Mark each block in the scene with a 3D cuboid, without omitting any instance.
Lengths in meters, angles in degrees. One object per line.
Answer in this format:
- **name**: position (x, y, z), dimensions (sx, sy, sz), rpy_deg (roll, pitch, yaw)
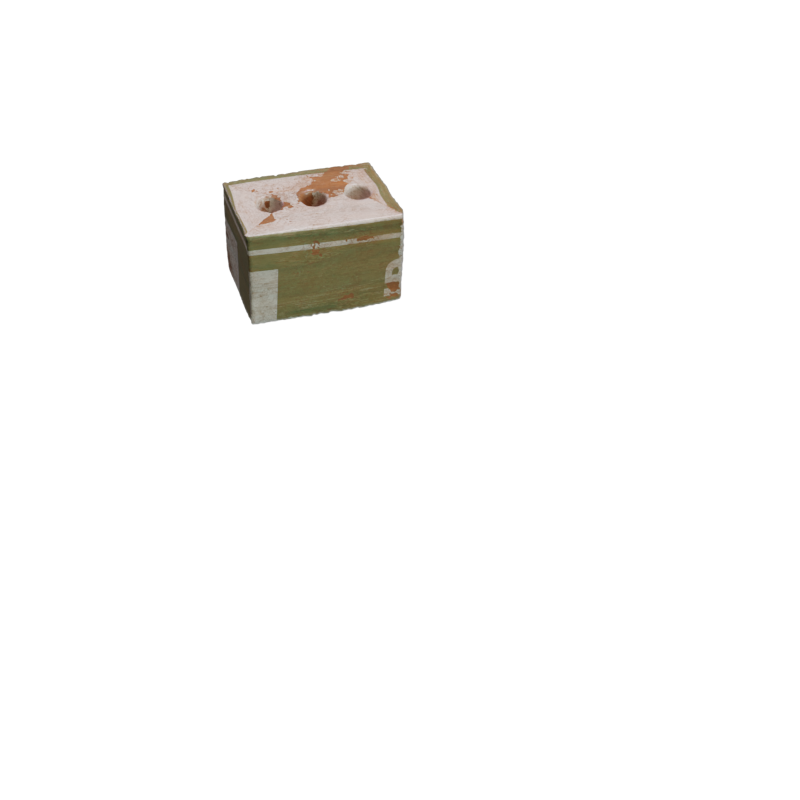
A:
- **block**: position (-0.042, -0.077, 0.538), dimensions (0.077, 0.048, 0.057), rpy_deg (-11, 39, -15)
